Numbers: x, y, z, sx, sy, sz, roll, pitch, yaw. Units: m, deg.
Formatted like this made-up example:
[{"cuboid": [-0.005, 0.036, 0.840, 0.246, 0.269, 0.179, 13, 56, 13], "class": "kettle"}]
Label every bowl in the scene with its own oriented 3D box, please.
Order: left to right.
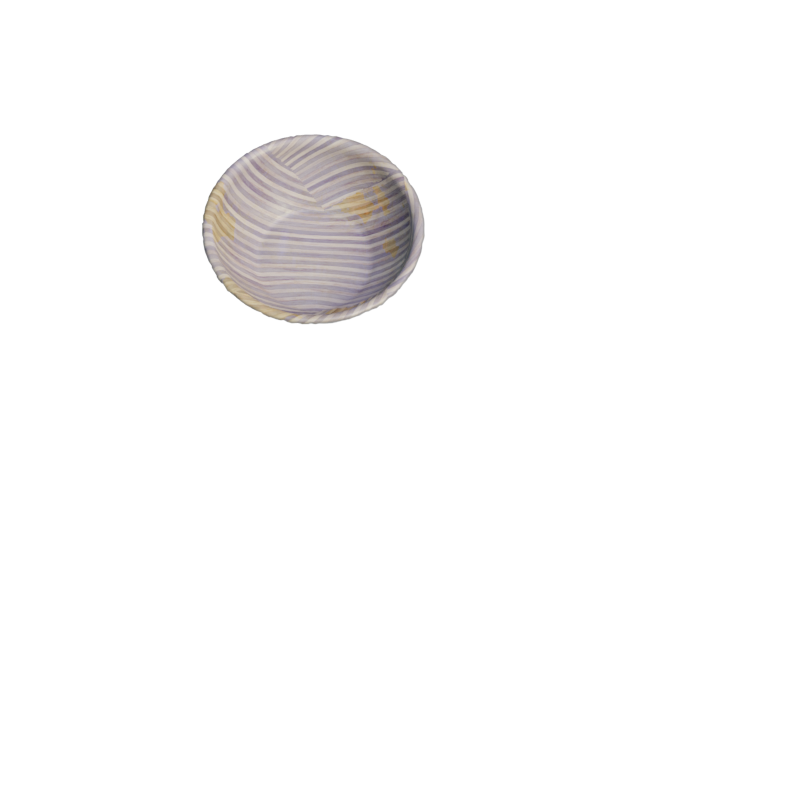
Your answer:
[{"cuboid": [-0.065, -0.118, 0.826, 0.162, 0.172, 0.052, -1, -28, -1], "class": "bowl"}]
